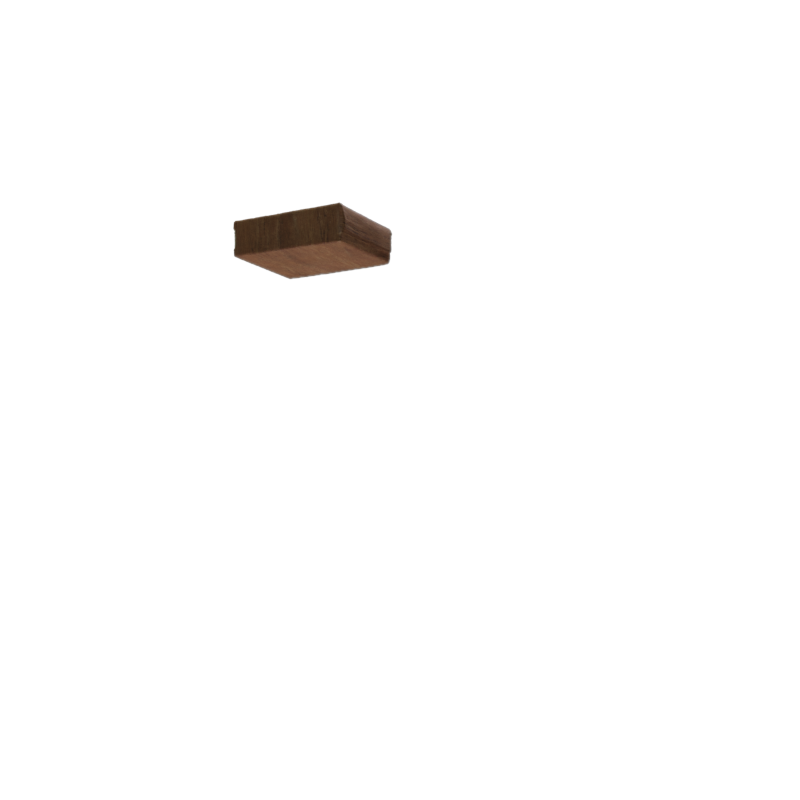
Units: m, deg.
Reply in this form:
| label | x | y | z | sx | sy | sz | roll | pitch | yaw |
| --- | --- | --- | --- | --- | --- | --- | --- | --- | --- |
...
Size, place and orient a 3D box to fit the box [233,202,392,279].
| label | x | y | z | sx | sy | sz | roll | pitch | yaw |
| --- | --- | --- | --- | --- | --- | --- | --- | --- | --- |
| box | -0.061 | -0.112 | 0.782 | 0.091 | 0.031 | 0.069 | -5 | -11 | 29 |
